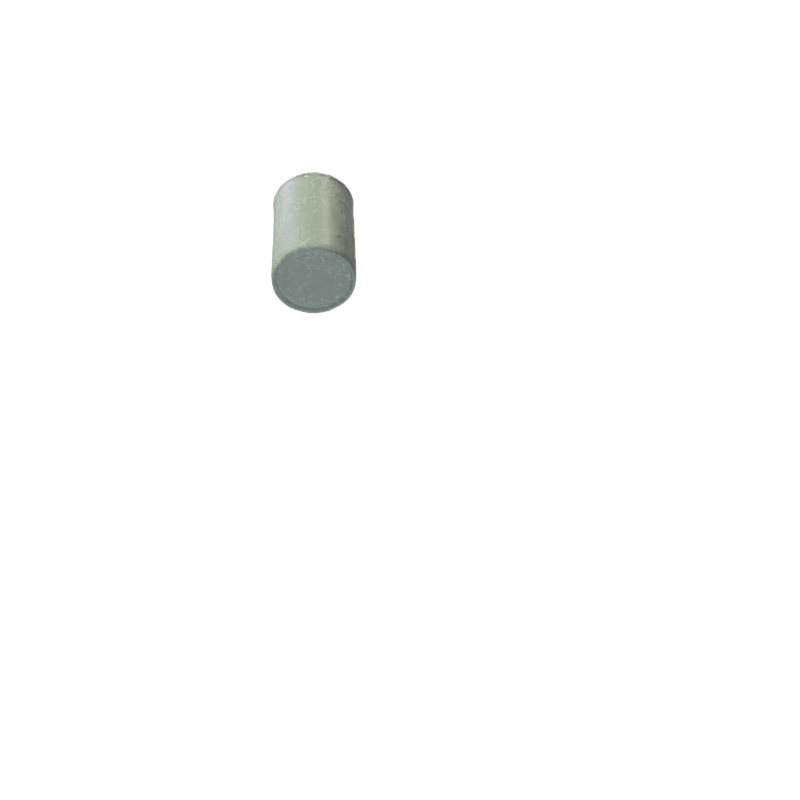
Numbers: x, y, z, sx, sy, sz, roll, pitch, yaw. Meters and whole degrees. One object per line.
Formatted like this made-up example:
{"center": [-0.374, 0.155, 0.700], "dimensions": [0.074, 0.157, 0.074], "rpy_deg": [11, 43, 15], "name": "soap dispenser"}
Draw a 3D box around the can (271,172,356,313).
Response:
{"center": [-0.070, -0.127, 0.893], "dimensions": [0.068, 0.064, 0.110], "rpy_deg": [-1, 41, -3], "name": "can"}
